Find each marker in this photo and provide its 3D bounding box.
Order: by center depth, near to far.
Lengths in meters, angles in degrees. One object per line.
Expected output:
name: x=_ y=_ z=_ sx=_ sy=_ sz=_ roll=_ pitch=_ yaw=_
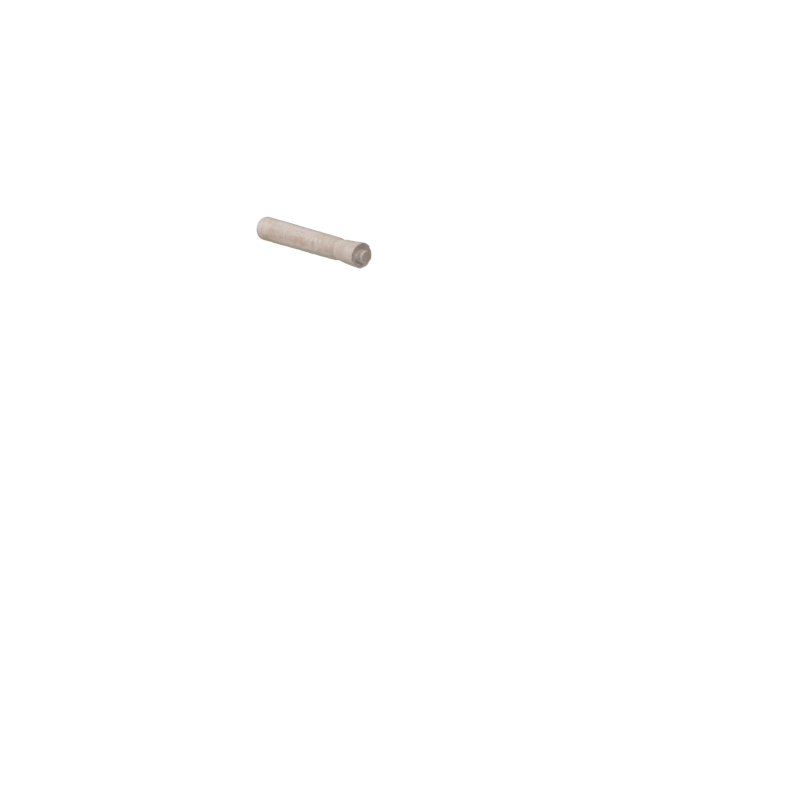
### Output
marker: x=-0.065 y=-0.118 z=0.826 sx=0.019 sy=0.019 sz=0.128 roll=-3 pitch=18 yaw=-41
